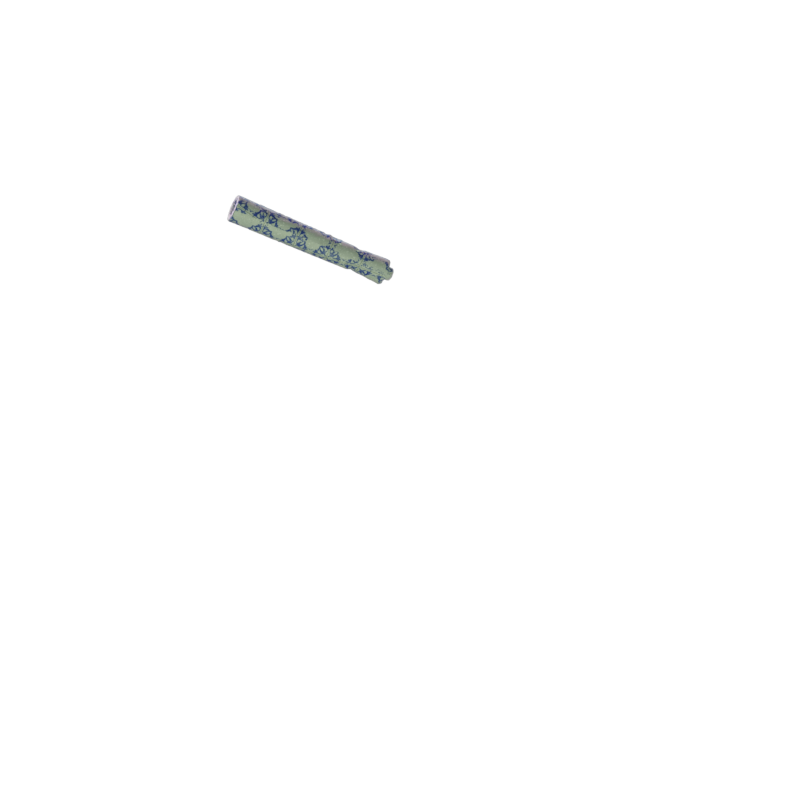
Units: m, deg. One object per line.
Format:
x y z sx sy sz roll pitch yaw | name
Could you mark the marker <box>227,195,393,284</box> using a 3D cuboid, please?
-0.059 -0.108 0.755 0.117 0.020 0.020 21 -3 -15 | marker
